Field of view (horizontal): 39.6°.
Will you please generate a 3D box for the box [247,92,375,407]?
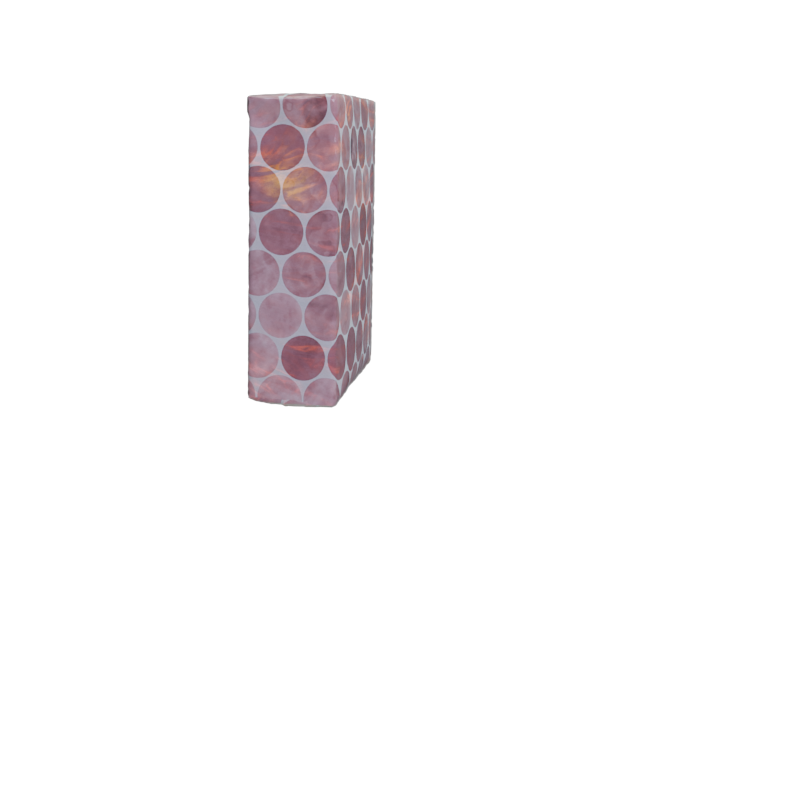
[{"bbox_3d":[-0.064,-0.117,0.822,0.073,0.211,0.165,1,8,8],"label":"box"}]
